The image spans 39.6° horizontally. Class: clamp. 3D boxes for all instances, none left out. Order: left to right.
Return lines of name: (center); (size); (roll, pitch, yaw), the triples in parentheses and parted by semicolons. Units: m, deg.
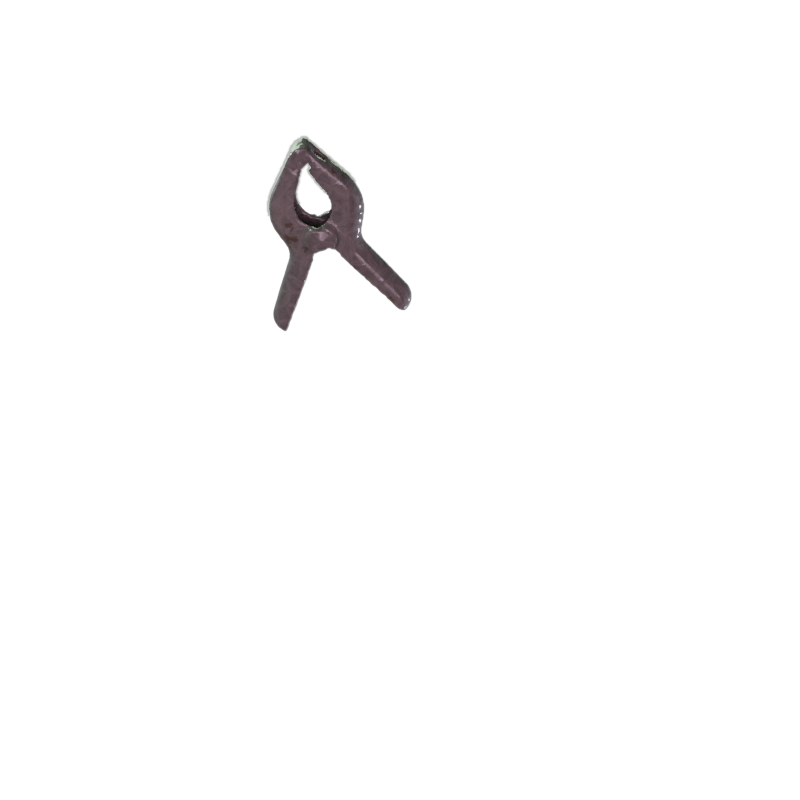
clamp: (-0.073, -0.133, 0.934); (0.120, 0.163, 0.041); (-20, 20, 8)
